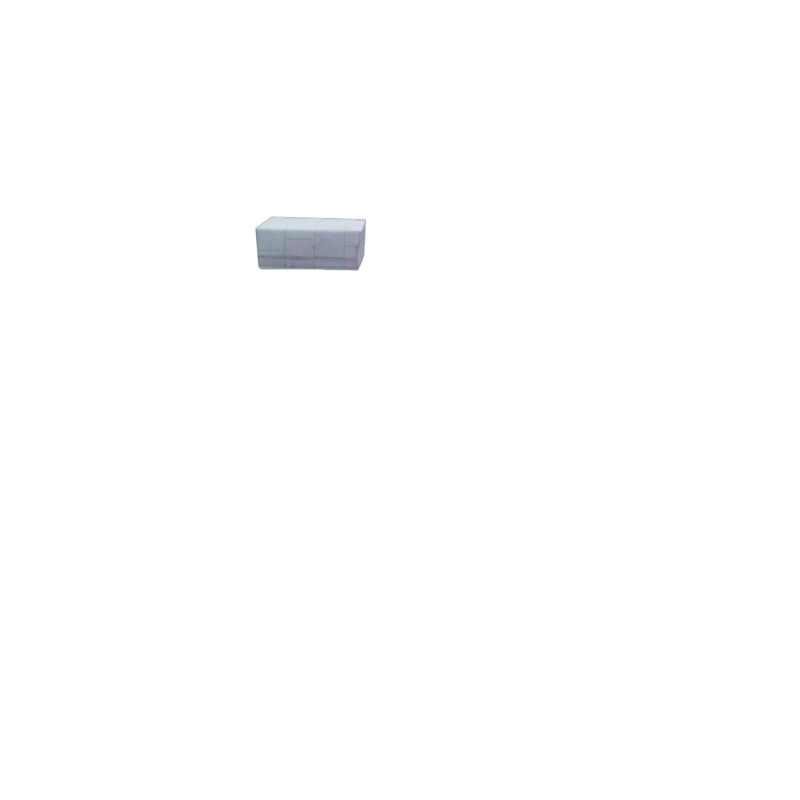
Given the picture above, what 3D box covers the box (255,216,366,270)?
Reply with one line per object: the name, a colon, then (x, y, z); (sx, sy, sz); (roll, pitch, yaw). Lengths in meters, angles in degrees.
box: (-0.077, -0.139, 0.976); (0.090, 0.038, 0.116); (1, 15, 2)
